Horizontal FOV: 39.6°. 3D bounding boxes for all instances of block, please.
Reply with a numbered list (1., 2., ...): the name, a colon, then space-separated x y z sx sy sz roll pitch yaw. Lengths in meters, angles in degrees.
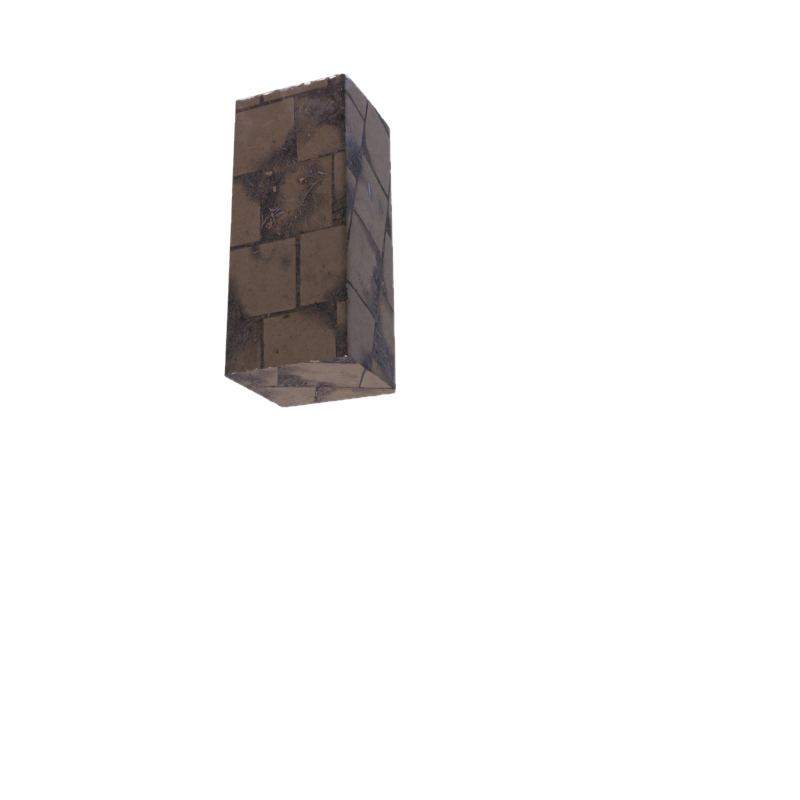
1. block: -0.060 -0.110 0.775 0.092 0.217 0.084 -10 -24 21
